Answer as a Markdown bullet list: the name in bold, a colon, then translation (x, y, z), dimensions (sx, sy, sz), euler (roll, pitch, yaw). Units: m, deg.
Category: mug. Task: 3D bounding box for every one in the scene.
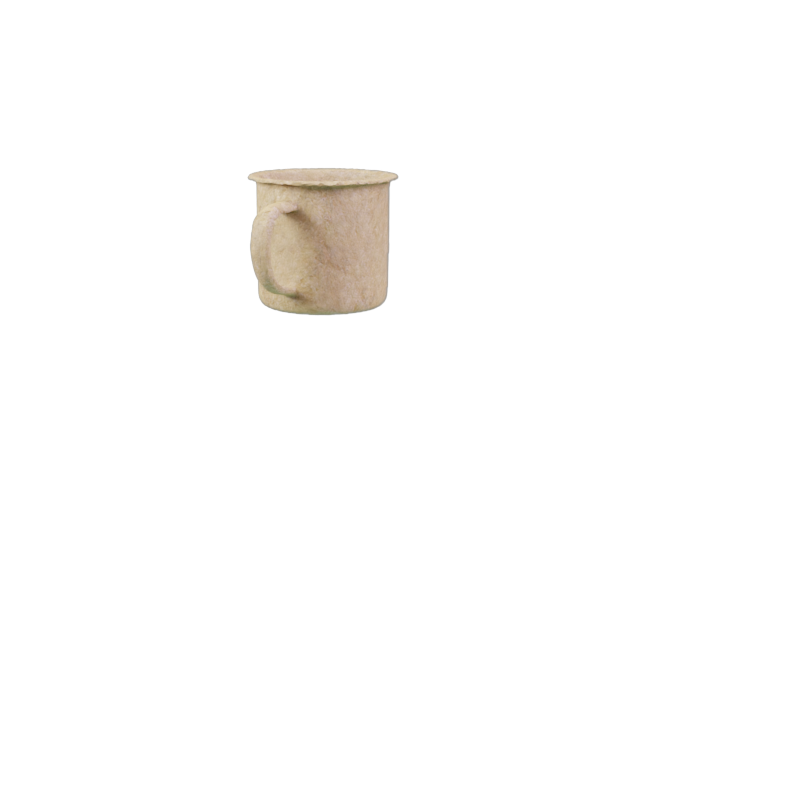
- **mug**: translation (-0.053, -0.097, 0.680), dimensions (0.097, 0.079, 0.116), euler (7, 16, 26)
